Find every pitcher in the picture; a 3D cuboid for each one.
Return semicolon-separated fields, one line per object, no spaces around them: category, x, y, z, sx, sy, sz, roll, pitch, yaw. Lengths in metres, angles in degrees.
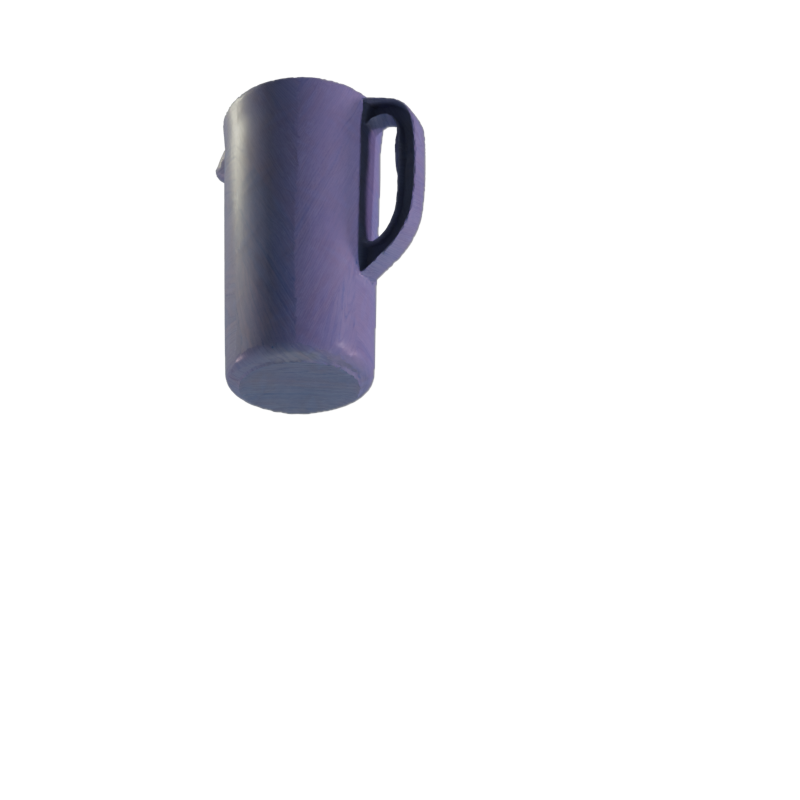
pitcher;-0.067;-0.121;0.850;0.142;0.259;0.143;7;-31;-16
